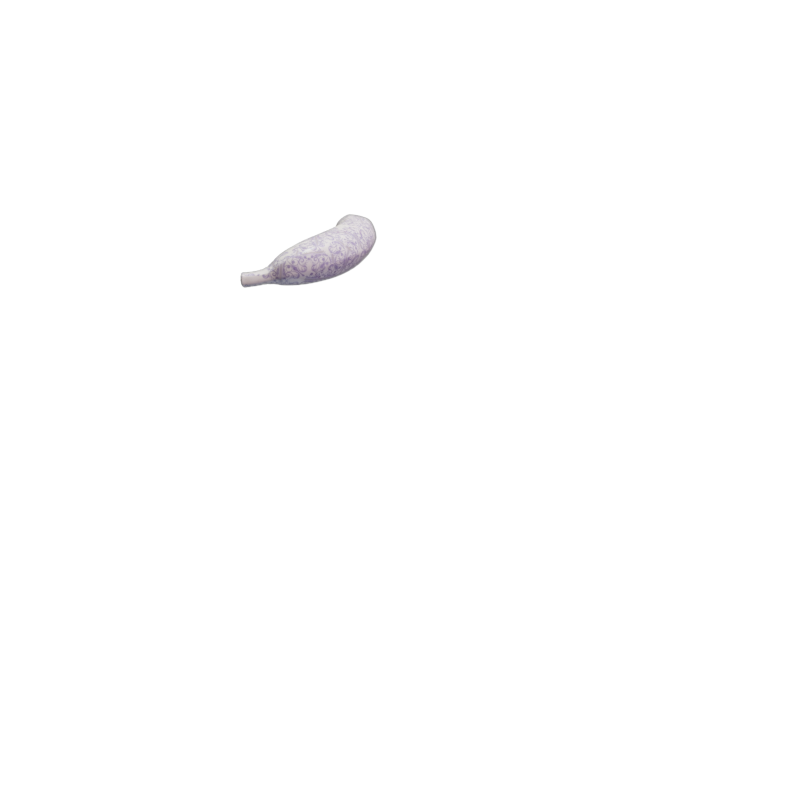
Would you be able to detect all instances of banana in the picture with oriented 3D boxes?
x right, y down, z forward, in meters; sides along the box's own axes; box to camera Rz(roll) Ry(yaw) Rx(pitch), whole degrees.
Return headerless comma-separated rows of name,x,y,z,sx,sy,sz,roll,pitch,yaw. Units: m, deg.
banana,-0.059,-0.132,0.941,0.072,0.035,0.198,8,22,22
